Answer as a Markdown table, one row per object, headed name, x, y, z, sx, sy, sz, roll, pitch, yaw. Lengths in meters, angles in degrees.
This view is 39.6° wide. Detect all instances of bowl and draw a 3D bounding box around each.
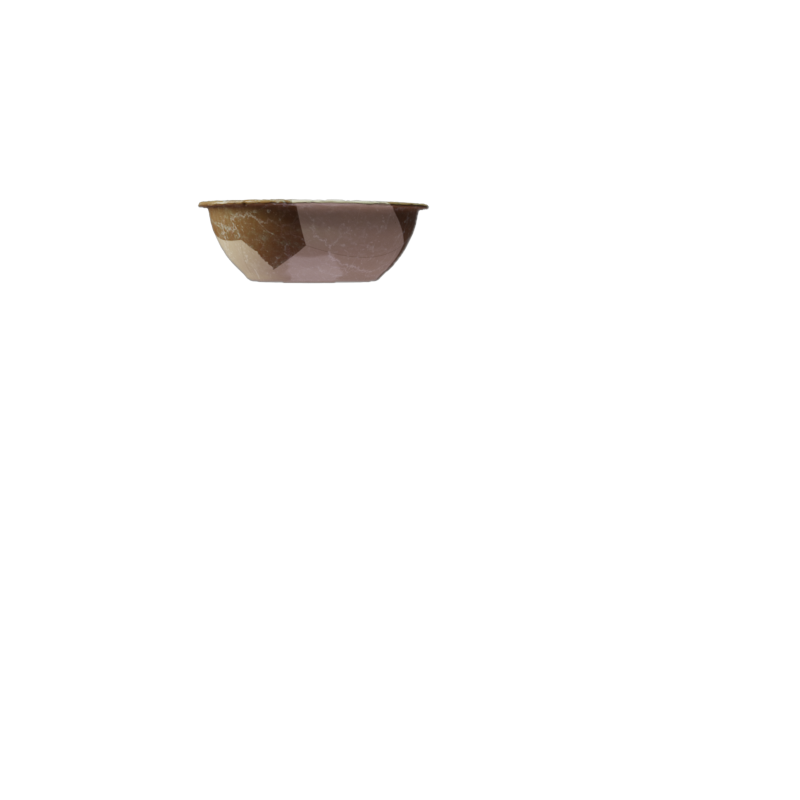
| name | x | y | z | sx | sy | sz | roll | pitch | yaw |
| --- | --- | --- | --- | --- | --- | --- | --- | --- | --- |
| bowl | -0.061 | -0.111 | 0.776 | 0.162 | 0.055 | 0.164 | 0 | 7 | -2 |
